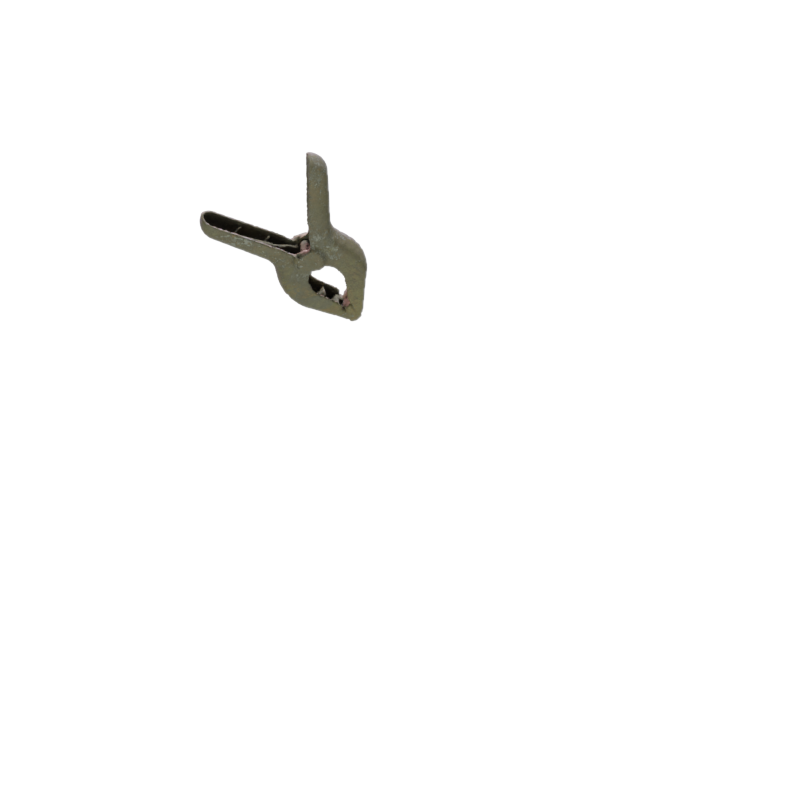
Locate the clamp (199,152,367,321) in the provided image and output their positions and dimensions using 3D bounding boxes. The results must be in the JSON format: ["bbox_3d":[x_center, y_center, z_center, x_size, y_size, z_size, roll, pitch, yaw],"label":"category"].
[{"bbox_3d":[-0.075,-0.136,0.956,0.120,0.042,0.160,-30,-51,28],"label":"clamp"}]
